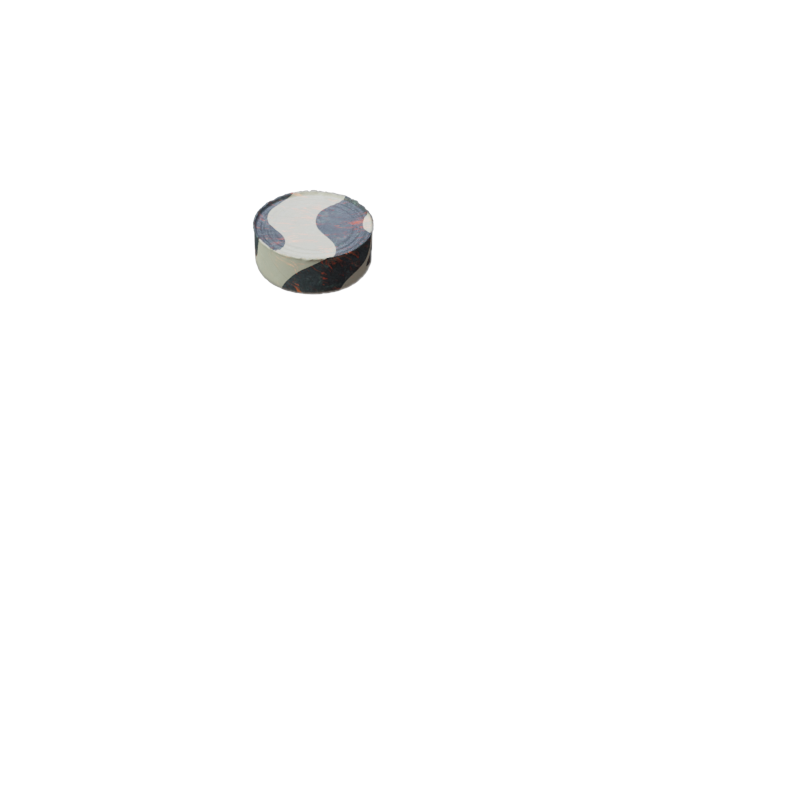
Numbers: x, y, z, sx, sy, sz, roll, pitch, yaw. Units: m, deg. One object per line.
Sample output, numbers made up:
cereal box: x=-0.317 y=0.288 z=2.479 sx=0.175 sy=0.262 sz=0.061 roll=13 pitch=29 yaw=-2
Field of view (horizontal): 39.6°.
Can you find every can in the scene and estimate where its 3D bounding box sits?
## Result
can: x=-0.062 y=-0.114 z=0.795 sx=0.086 sy=0.031 sz=0.092 roll=-1 pitch=40 yaw=-2
